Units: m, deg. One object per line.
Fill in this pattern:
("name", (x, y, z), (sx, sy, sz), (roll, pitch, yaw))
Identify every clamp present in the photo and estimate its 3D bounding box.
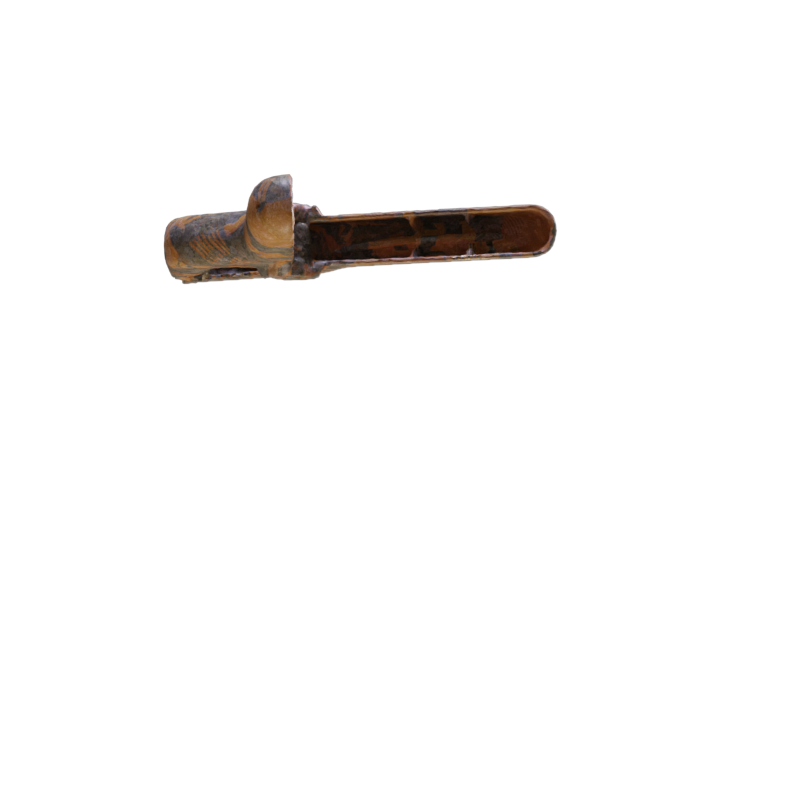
("clamp", (-0.042, -0.077, 0.541), (0.158, 0.037, 0.216), (0, 1, -34))
